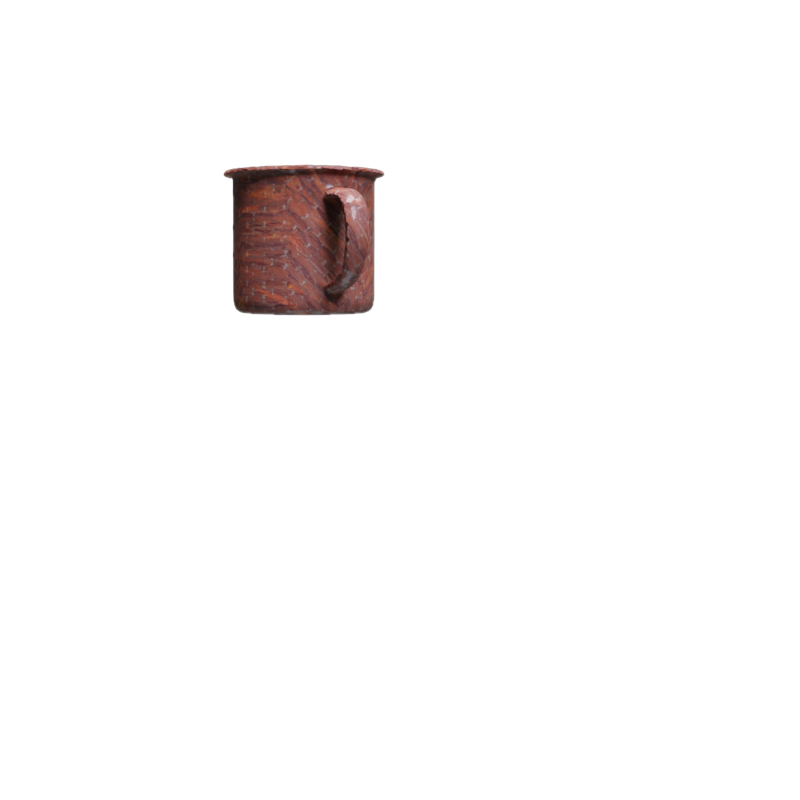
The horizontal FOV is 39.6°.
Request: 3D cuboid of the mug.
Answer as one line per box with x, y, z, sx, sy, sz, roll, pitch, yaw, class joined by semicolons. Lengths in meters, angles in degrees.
-0.049;-0.090;0.629;0.090;0.081;0.121;-2;4;-30;mug
